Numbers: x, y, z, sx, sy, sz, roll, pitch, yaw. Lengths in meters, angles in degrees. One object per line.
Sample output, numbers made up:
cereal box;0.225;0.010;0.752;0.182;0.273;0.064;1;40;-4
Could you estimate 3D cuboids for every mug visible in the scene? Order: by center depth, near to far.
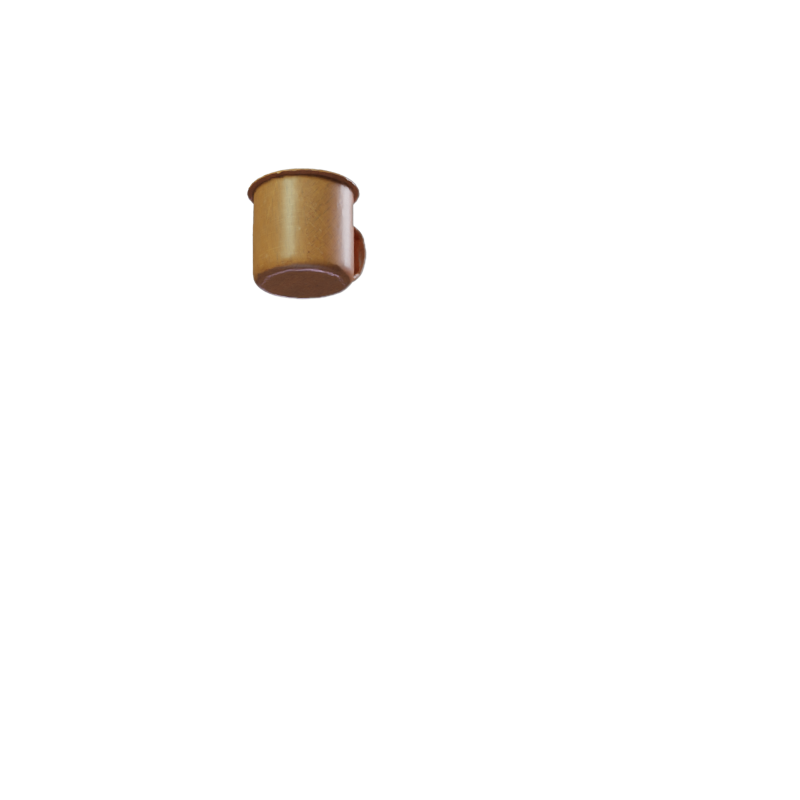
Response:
mug;-0.071;-0.130;0.913;0.095;0.085;0.110;-16;-23;38
